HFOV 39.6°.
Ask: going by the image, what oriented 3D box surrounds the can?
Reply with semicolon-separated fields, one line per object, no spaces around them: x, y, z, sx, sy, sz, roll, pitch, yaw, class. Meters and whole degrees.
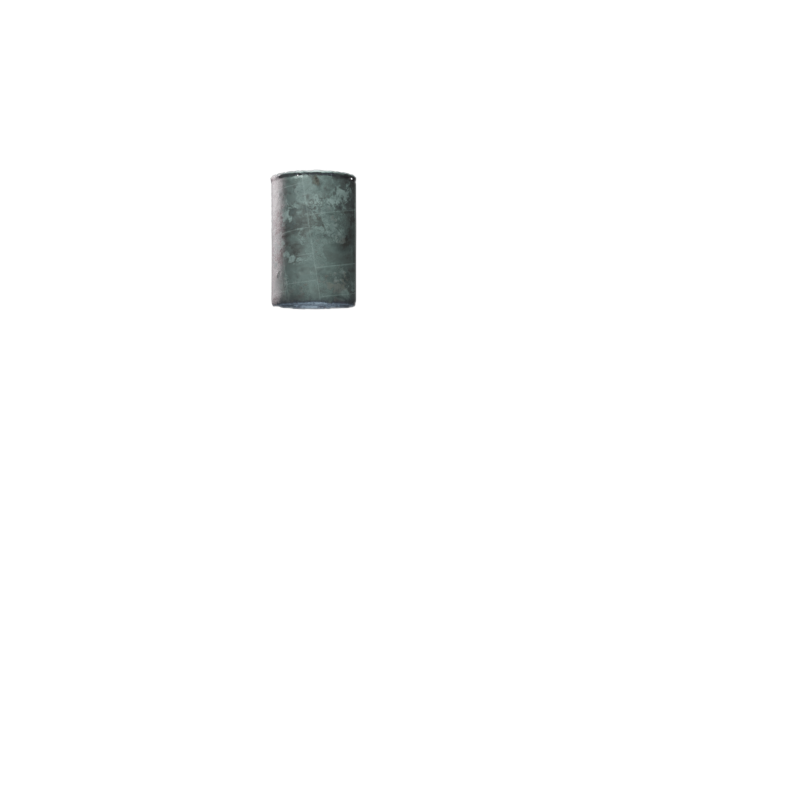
-0.068;-0.124;0.868;0.068;0.104;0.068;0;-5;-2;can
